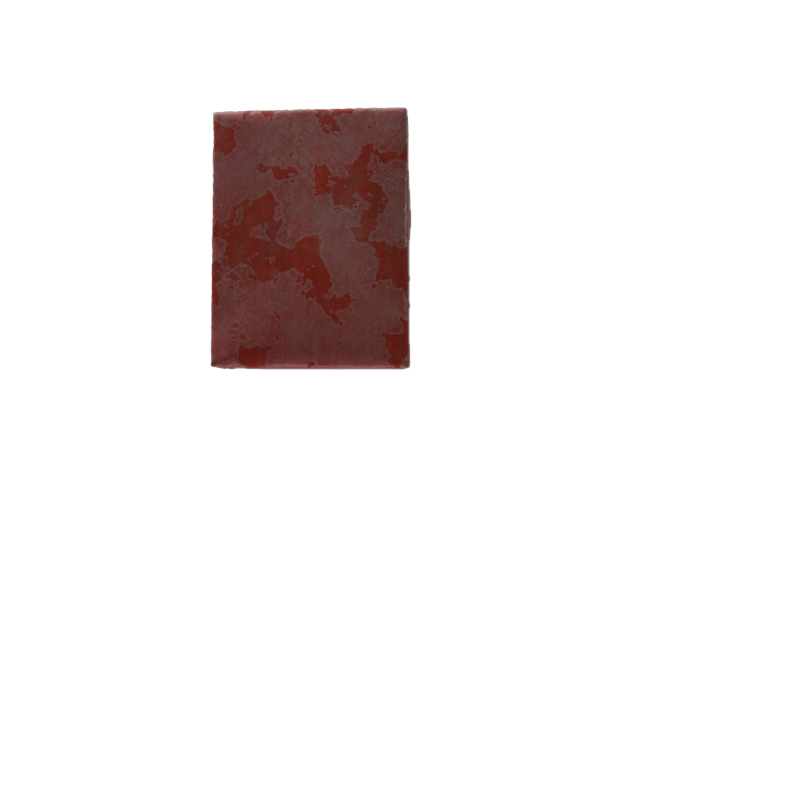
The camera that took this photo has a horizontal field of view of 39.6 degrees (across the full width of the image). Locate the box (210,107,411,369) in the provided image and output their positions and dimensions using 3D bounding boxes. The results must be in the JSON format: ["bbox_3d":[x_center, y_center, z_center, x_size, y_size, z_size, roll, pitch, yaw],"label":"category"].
[{"bbox_3d":[-0.073,-0.133,0.933,0.165,0.217,0.070,-1,-5,4],"label":"box"}]
